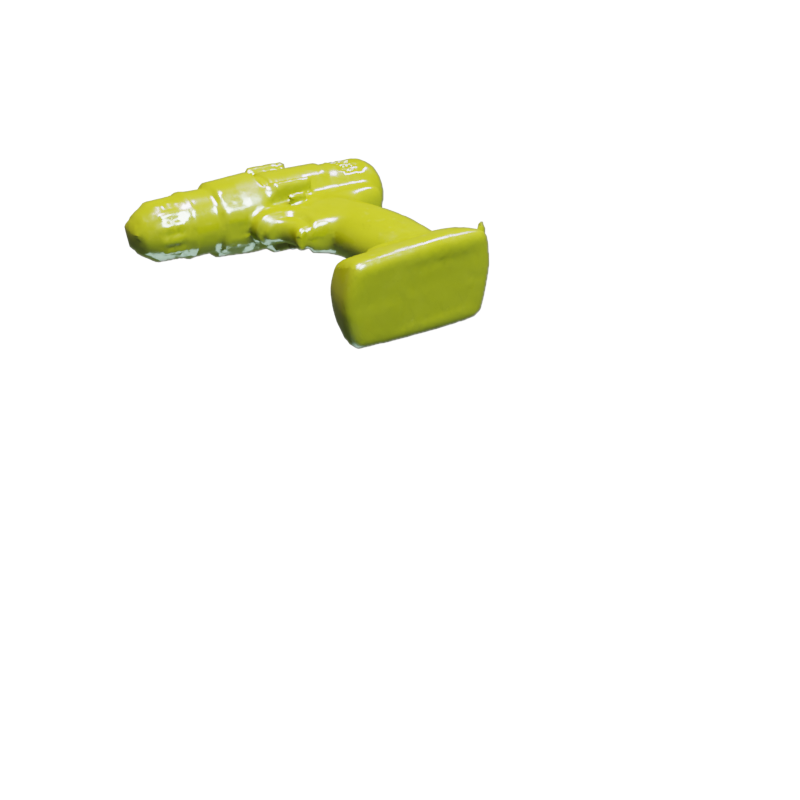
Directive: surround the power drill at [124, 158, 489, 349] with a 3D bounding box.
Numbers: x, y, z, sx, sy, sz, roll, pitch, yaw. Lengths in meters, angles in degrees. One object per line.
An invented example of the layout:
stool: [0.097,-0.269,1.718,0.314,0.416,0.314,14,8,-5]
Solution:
power drill: [-0.053,-0.097,0.680,0.182,0.054,0.201,-19,35,-29]
